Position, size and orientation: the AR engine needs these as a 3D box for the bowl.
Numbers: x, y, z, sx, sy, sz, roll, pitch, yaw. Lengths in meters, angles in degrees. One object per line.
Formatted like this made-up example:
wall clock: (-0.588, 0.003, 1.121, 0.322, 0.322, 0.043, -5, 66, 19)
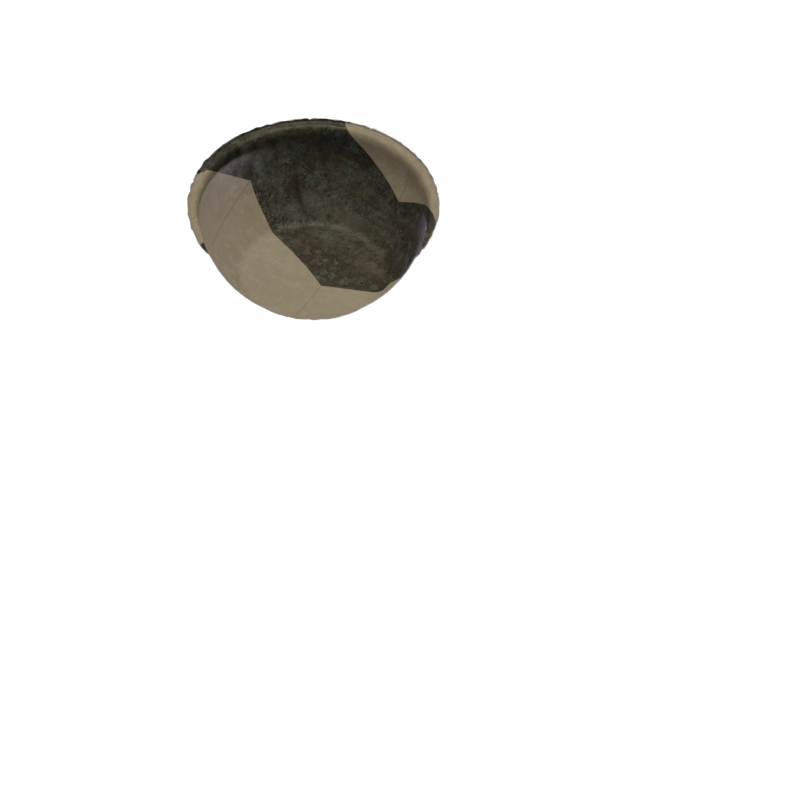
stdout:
bowl: (-0.054, -0.099, 0.694, 0.162, 0.059, 0.151, 1, -38, -2)
